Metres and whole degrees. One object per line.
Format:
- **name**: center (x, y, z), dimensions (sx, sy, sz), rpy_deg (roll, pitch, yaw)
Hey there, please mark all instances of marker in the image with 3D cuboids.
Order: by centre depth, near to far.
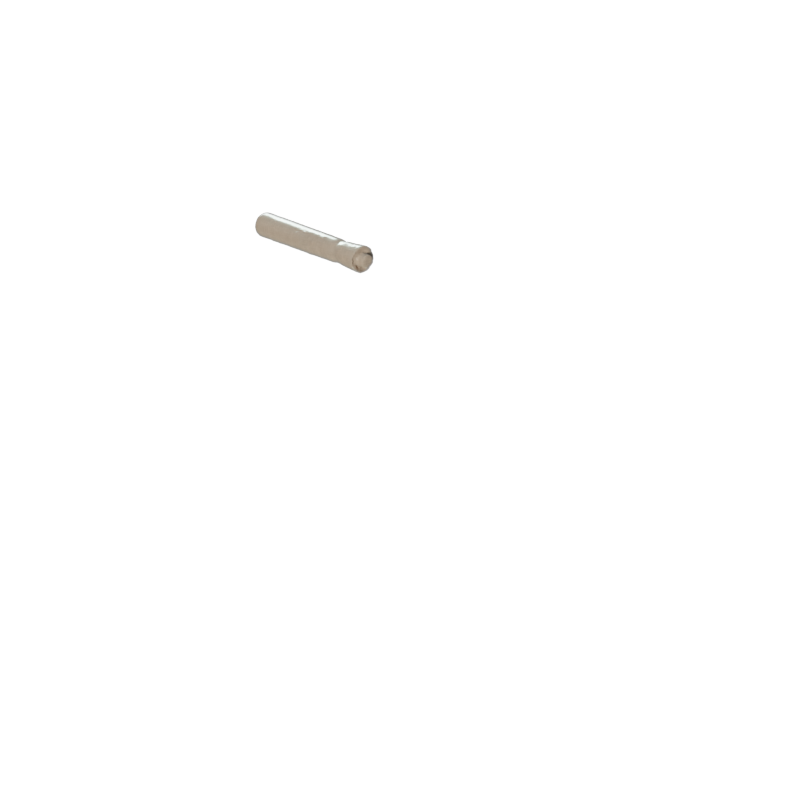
- **marker**: center (-0.061, -0.112, 0.783), dimensions (0.019, 0.019, 0.129), rpy_deg (-3, 20, -40)
